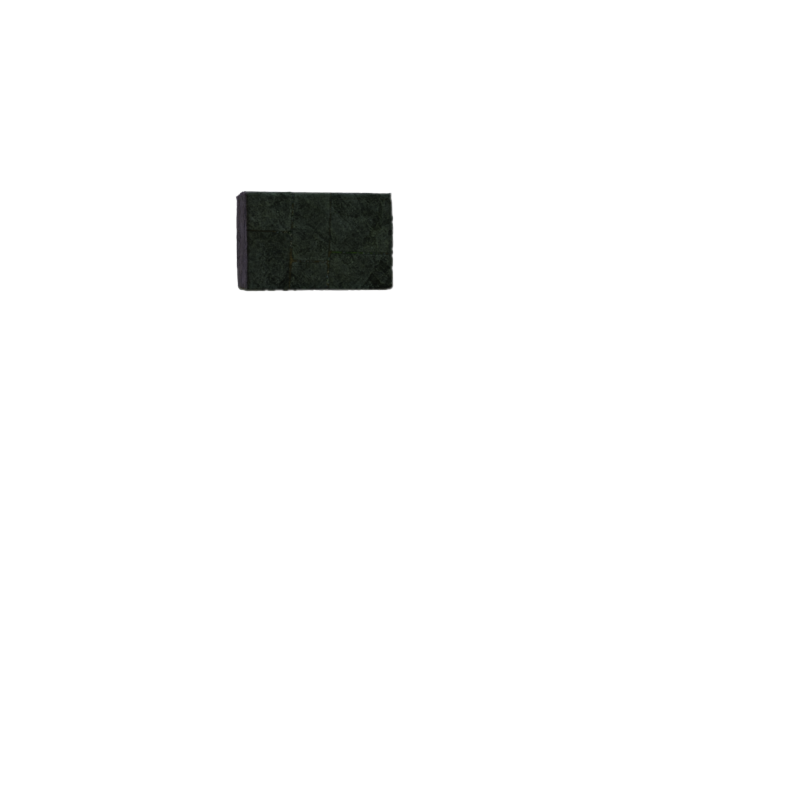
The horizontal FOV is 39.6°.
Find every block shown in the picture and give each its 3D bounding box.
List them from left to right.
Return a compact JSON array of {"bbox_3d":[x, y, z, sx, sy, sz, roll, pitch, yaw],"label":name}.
[{"bbox_3d":[-0.046,-0.083,0.583,0.077,0.051,0.054,-1,3,-11],"label":"block"}]
